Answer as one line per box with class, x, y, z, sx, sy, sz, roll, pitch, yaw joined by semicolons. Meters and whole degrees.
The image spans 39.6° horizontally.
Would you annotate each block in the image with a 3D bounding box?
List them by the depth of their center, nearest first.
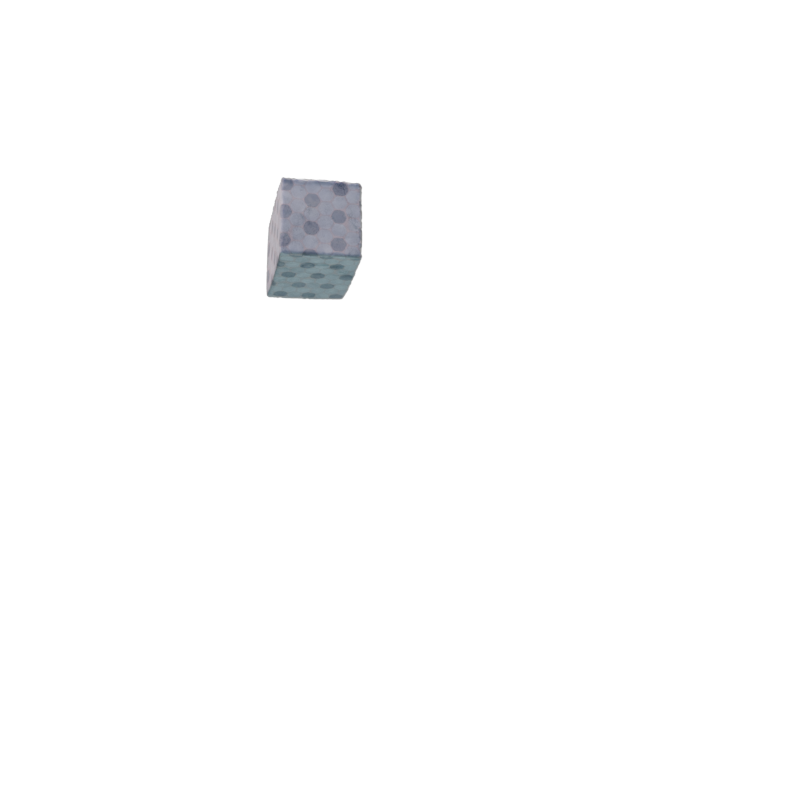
block;-0.056;-0.102;0.711;0.052;0.054;0.075;3;-19;-11
